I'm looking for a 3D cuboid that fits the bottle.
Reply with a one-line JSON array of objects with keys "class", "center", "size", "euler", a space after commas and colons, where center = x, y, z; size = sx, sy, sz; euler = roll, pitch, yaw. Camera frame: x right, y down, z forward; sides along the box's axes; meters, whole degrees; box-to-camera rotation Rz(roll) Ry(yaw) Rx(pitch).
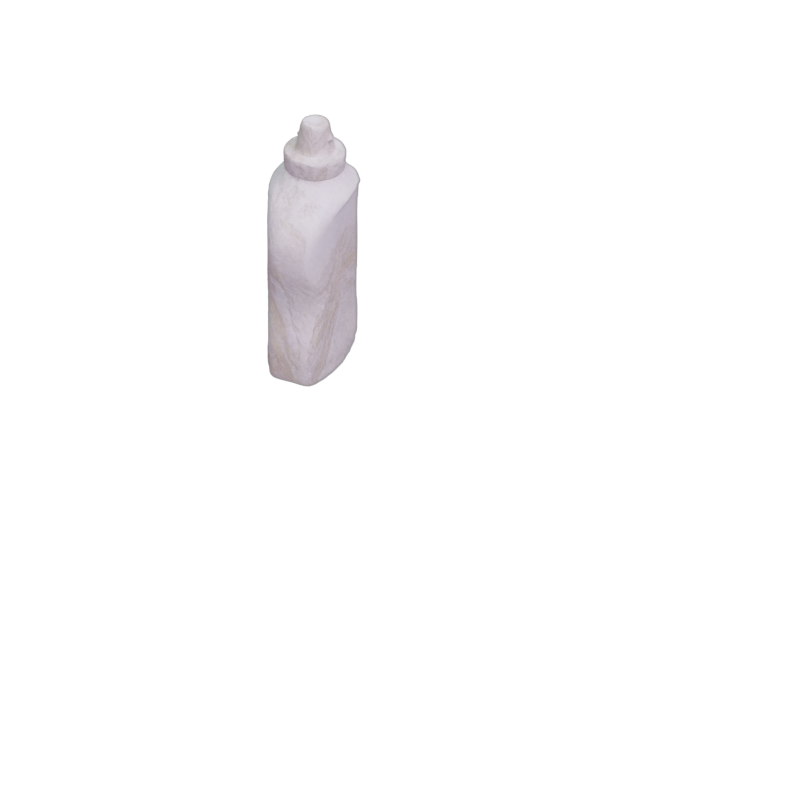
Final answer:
[{"class": "bottle", "center": [-0.059, -0.109, 0.762], "size": [0.060, 0.179, 0.100], "euler": [15, 41, 14]}]
